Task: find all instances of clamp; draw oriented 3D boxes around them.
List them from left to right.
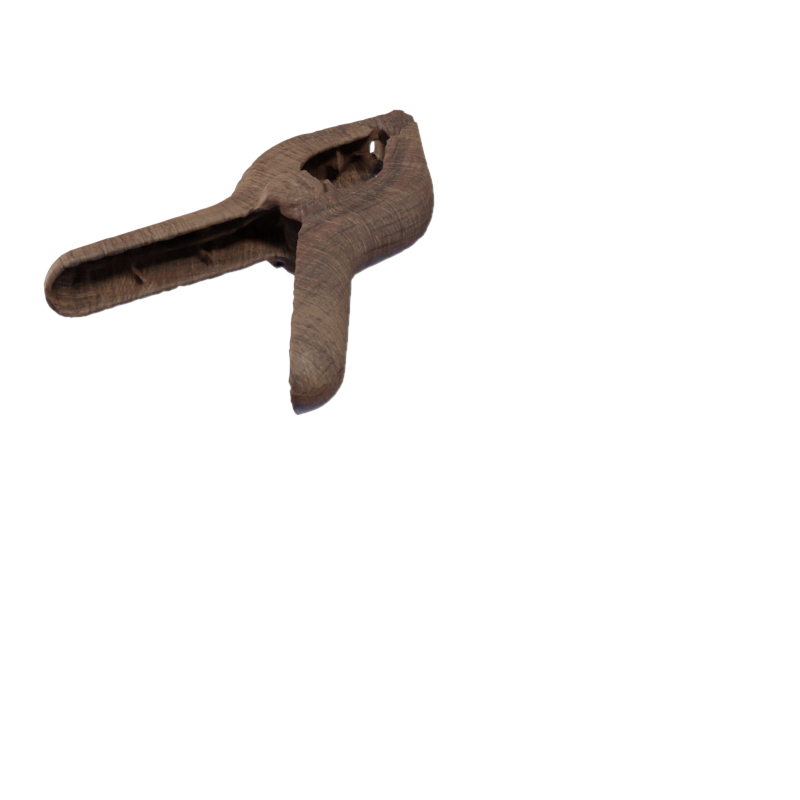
[{"bbox_3d":[-0.033,-0.059,0.416,0.127,0.036,0.173,30,51,27],"label":"clamp"}]
